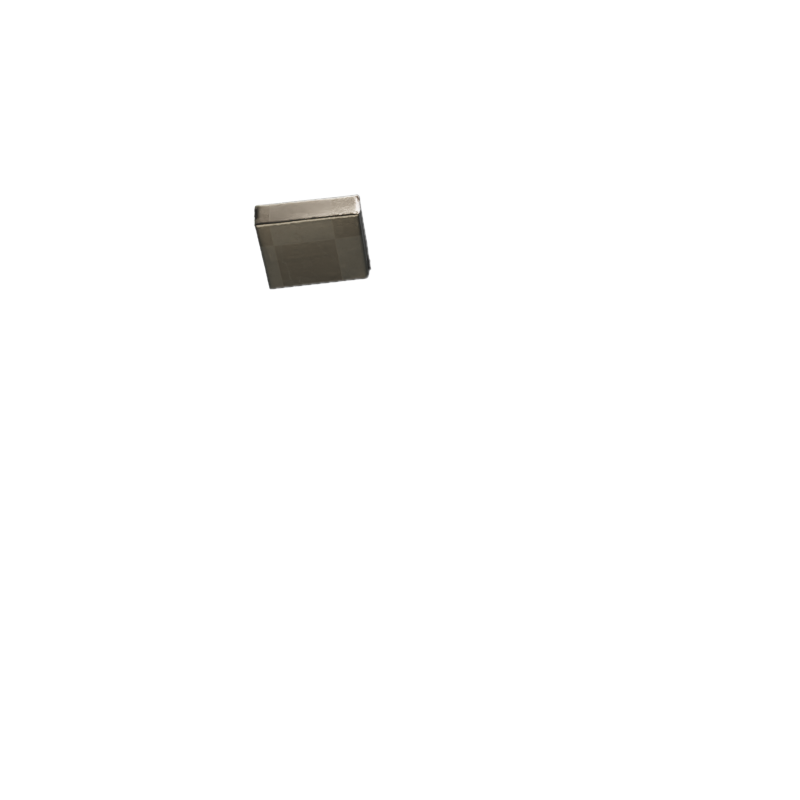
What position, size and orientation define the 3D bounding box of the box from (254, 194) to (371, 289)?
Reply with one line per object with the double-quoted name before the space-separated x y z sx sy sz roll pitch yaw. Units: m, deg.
"box" -0.073 -0.133 0.930 0.090 0.068 0.032 -6 44 5
